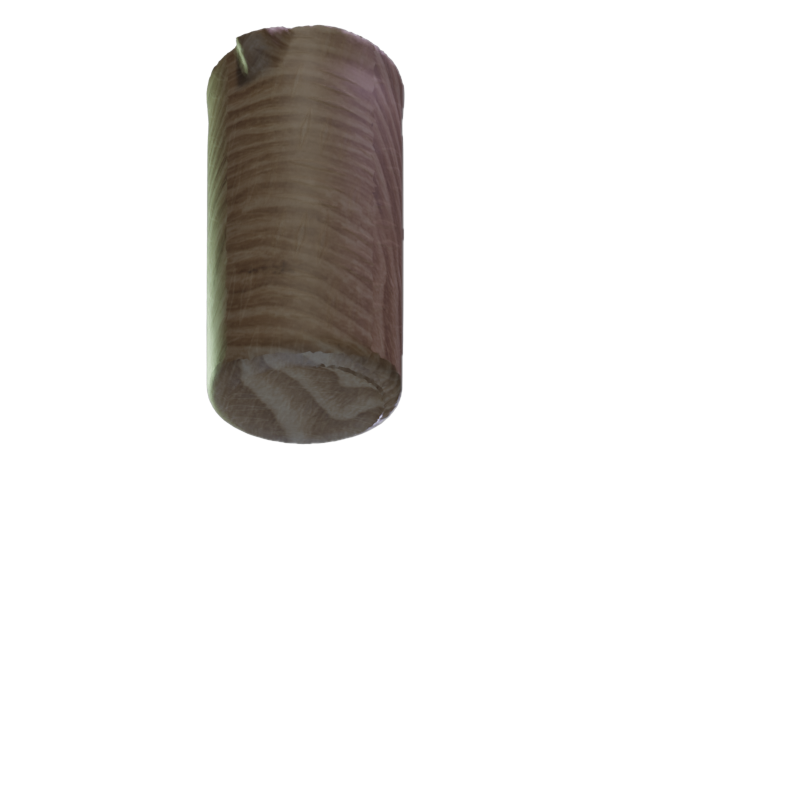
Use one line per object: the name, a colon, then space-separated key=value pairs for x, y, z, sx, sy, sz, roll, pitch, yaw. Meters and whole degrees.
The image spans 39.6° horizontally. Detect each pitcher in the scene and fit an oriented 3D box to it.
pitcher: x=-0.054 y=-0.098 z=0.684 sx=0.144 sy=0.260 sz=0.140 roll=12 pitch=-37 yaw=-21
